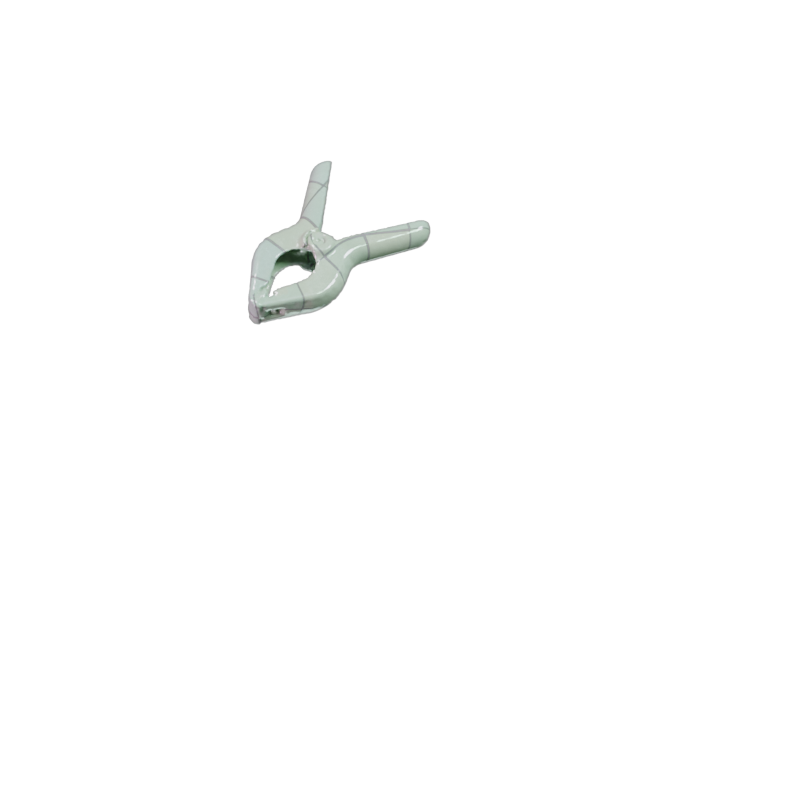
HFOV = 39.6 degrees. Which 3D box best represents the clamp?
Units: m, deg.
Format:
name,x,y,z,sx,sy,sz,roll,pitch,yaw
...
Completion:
name,x,y,z,sx,sy,sz,roll,pitch,yaw
clamp,-0.072,-0.132,0.923,0.172,0.036,0.128,-36,58,-27
